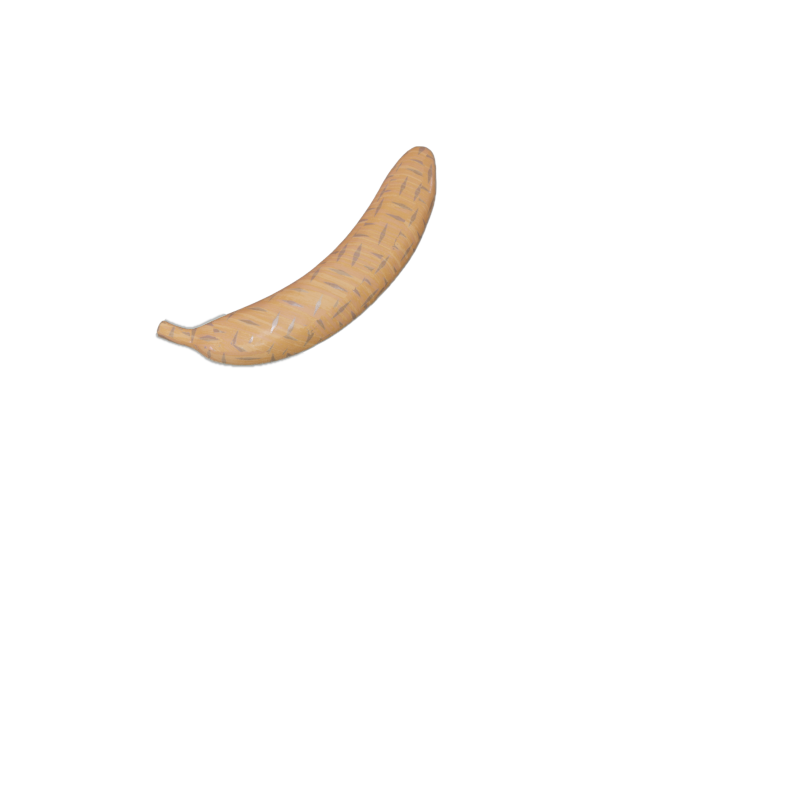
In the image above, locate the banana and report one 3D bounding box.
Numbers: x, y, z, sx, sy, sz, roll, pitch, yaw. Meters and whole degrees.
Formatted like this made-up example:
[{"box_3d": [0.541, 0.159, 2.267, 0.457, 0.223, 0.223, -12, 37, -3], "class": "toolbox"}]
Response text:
[{"box_3d": [-0.042, -0.075, 0.634, 0.199, 0.073, 0.035, -36, -19, -16], "class": "banana"}]
